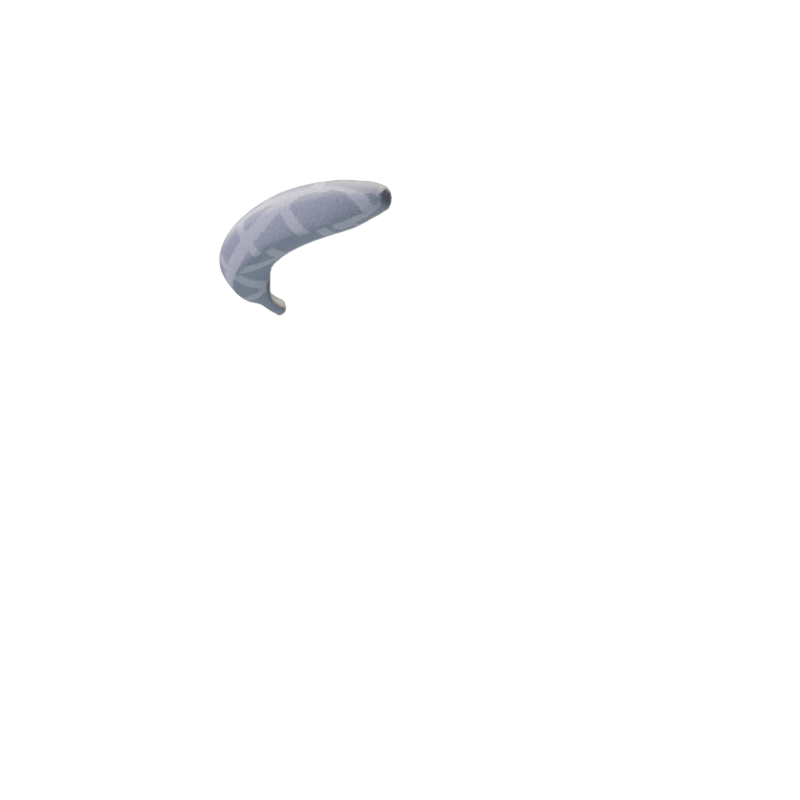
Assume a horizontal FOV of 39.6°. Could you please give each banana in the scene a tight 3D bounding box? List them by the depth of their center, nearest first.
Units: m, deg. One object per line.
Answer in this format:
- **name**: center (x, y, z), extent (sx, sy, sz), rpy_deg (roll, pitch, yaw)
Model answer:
- **banana**: center (-0.076, -0.106, 0.731), extent (0.067, 0.038, 0.195), rpy_deg (8, -18, -24)
